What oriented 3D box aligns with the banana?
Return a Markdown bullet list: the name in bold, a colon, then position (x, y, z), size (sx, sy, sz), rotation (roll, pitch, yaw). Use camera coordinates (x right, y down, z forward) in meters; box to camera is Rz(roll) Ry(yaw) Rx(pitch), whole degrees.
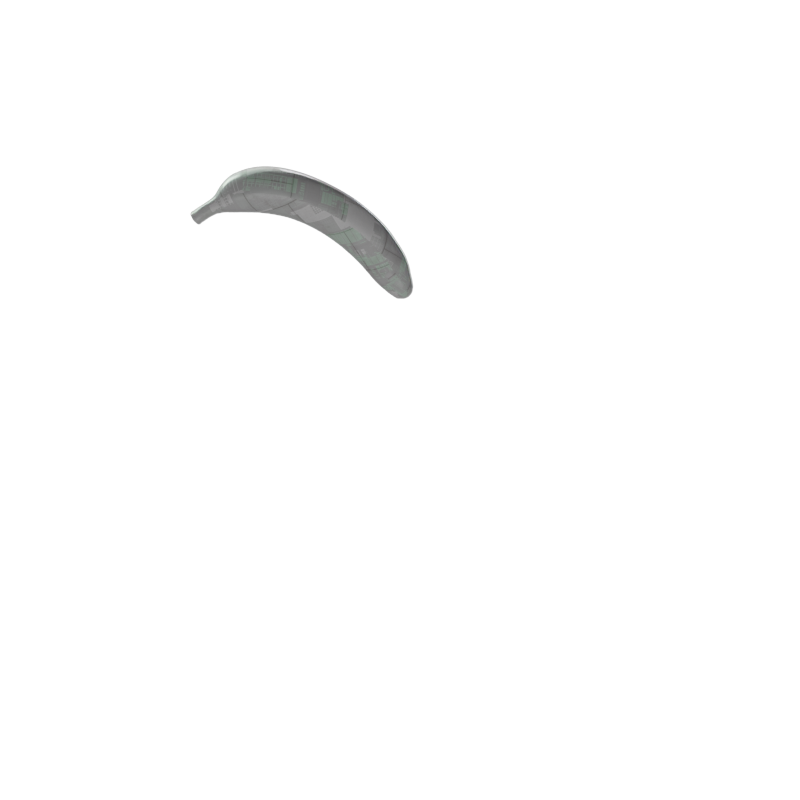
- **banana**: position (-0.066, -0.143, 0.896), size (0.192, 0.067, 0.039), rotation (21, 35, -15)
